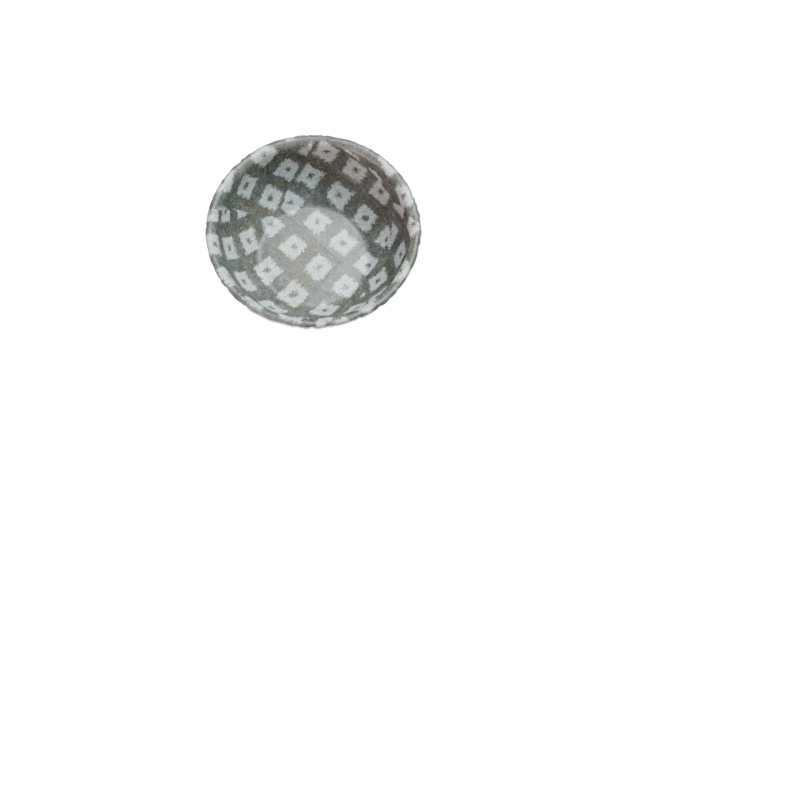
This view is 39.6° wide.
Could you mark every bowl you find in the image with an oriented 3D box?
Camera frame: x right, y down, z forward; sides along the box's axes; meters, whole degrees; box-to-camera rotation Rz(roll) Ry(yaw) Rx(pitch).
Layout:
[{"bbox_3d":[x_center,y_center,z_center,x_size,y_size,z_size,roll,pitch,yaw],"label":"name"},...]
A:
[{"bbox_3d":[-0.067,-0.122,0.853,0.162,0.171,0.052,-1,-24,-1],"label":"bowl"}]
